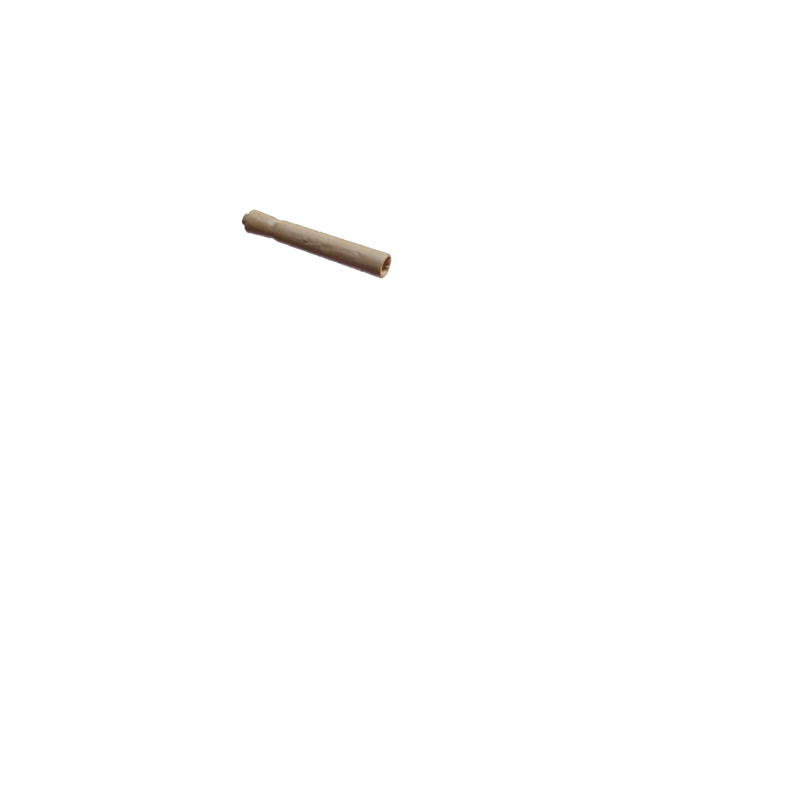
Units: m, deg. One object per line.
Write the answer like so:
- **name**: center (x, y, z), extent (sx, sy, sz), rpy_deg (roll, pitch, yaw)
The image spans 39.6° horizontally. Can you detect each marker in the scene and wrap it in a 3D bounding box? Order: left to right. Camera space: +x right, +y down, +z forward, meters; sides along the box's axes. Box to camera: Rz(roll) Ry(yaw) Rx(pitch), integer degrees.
- **marker**: center (-0.064, -0.117, 0.822), extent (0.126, 0.019, 0.019), rpy_deg (21, 12, 23)
